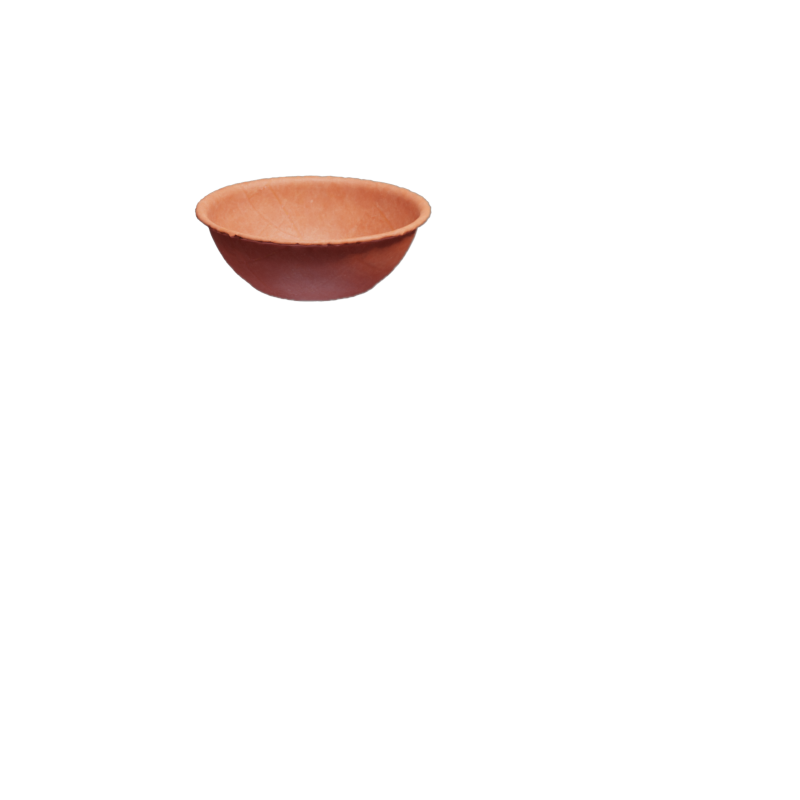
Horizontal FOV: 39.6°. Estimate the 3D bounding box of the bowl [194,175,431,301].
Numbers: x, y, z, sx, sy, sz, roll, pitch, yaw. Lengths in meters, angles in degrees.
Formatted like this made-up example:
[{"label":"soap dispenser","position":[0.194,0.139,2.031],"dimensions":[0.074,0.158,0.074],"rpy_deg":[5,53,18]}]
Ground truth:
[{"label":"bowl","position":[-0.060,-0.110,0.767],"dimensions":[0.162,0.052,0.171],"rpy_deg":[-1,25,-2]}]
